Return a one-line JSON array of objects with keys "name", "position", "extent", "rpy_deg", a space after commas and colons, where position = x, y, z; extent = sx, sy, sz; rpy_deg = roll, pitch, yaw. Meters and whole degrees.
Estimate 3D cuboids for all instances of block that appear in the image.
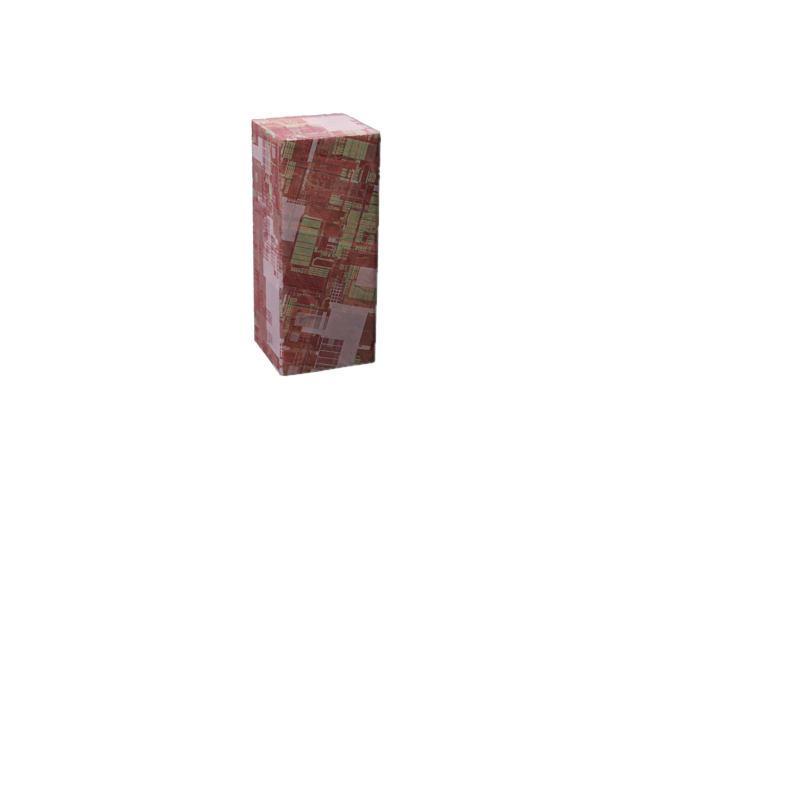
[{"name": "block", "position": [-0.075, -0.138, 0.964], "extent": [0.088, 0.198, 0.096], "rpy_deg": [-6, 21, -21]}]
